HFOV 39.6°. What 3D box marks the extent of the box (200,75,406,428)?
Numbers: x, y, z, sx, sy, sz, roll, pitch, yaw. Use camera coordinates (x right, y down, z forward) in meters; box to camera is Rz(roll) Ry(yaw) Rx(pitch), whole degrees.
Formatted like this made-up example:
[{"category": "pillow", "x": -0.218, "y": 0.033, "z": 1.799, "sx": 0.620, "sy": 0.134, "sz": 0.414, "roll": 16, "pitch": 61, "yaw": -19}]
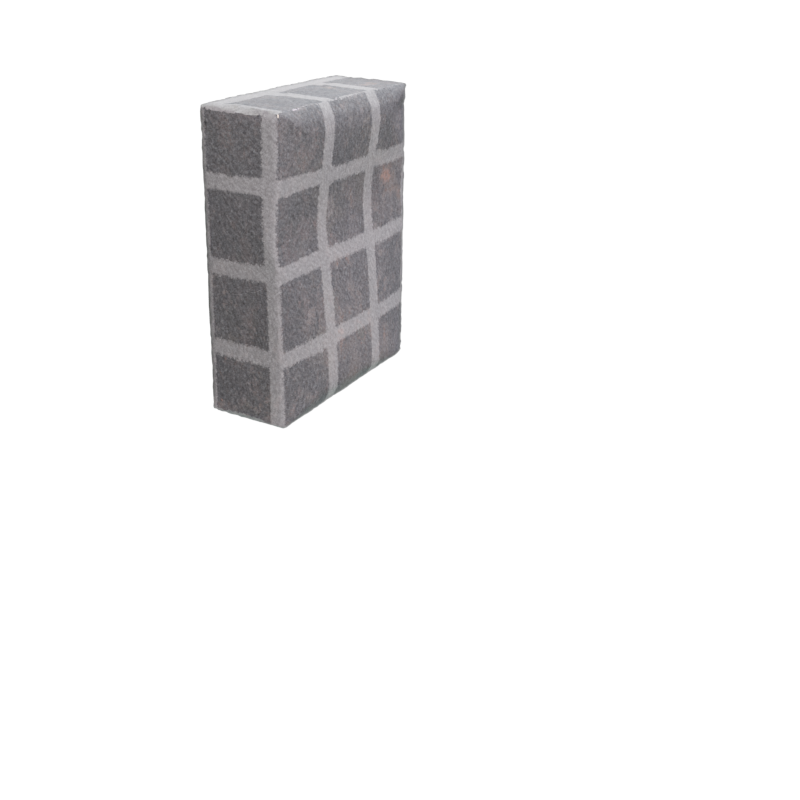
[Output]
[{"category": "box", "x": -0.061, "y": -0.112, "z": 0.783, "sx": 0.075, "sy": 0.205, "sz": 0.164, "roll": 11, "pitch": 22, "yaw": 28}]
